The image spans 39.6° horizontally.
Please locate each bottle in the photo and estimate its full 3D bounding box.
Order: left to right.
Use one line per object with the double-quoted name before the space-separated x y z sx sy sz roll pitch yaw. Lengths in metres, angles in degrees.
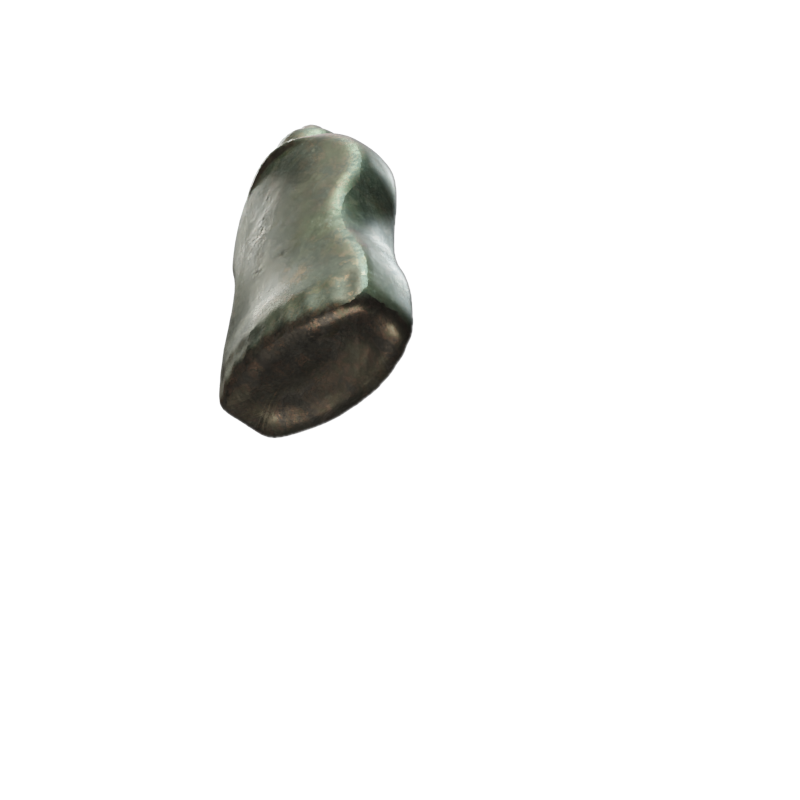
"bottle" -0.044 -0.079 0.552 0.055 0.206 0.095 34 -58 -30
